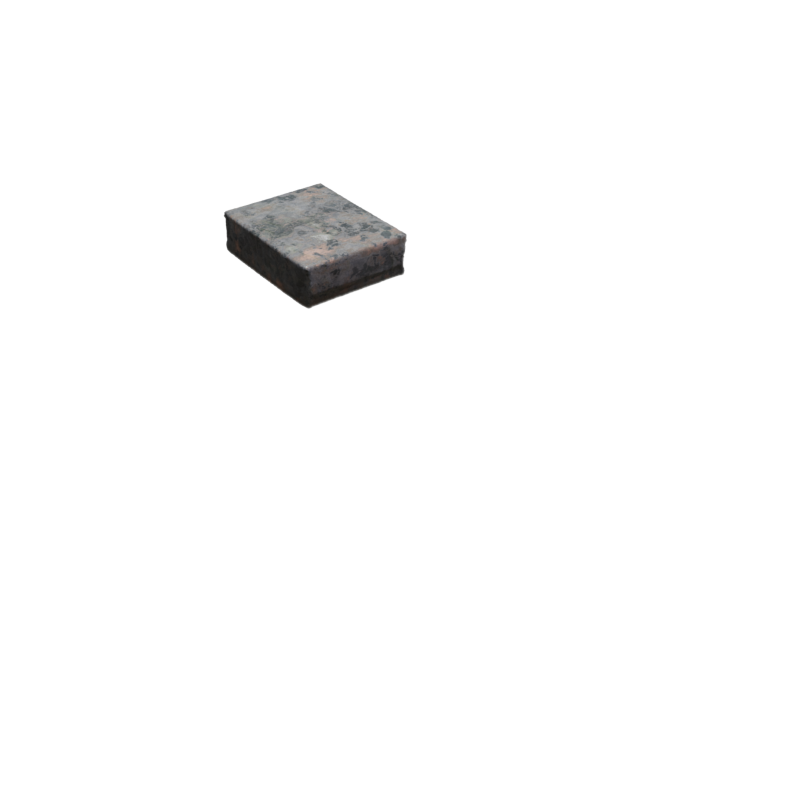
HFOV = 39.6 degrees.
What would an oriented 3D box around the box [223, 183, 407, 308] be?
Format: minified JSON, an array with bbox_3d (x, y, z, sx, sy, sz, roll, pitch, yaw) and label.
[{"bbox_3d":[-0.064,-0.117,0.822,0.089,0.036,0.122,-23,41,-29],"label":"box"}]
